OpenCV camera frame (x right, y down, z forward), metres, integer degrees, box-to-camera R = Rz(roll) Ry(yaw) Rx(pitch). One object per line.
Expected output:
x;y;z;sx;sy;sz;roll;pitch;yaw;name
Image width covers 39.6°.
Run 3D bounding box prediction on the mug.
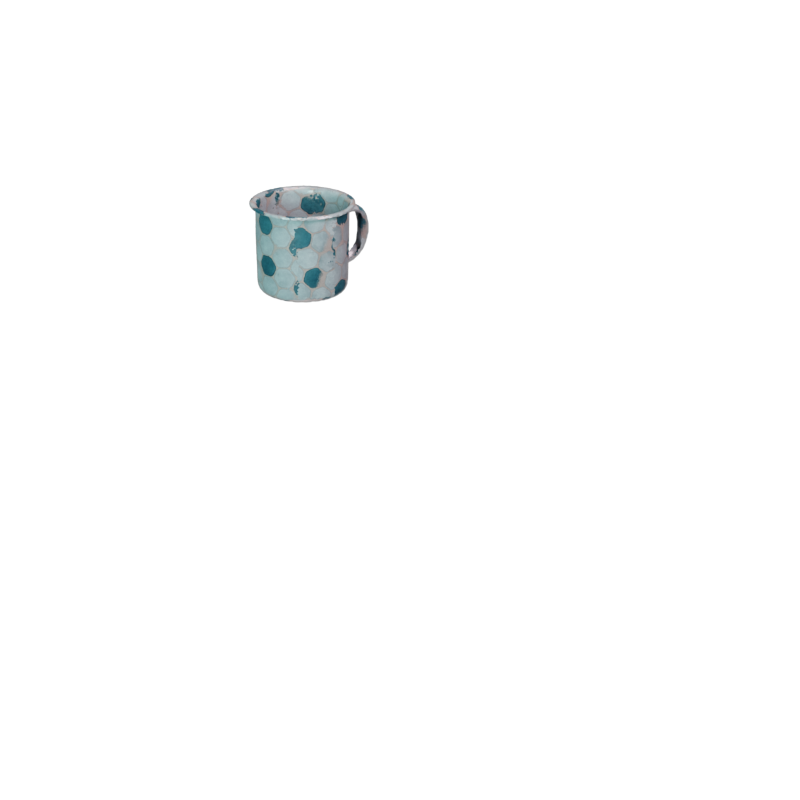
-0.077;-0.141;0.989;0.115;0.078;0.099;-19;31;-36;mug
